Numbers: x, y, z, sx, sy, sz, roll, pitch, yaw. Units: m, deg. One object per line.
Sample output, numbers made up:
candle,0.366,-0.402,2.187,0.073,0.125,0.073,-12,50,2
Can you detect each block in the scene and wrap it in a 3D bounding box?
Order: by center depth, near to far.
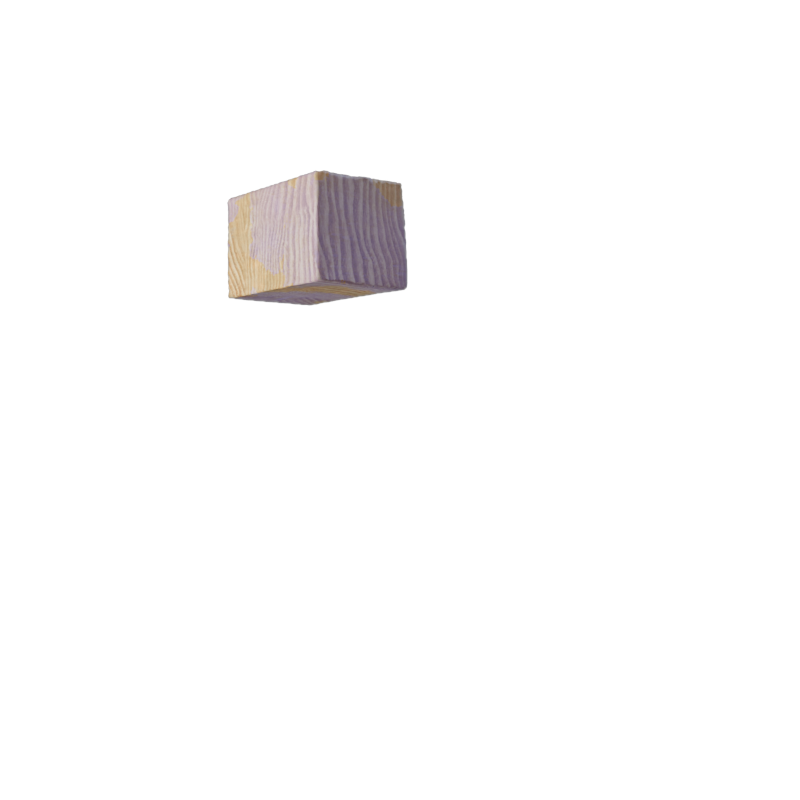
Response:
block,-0.041,-0.076,0.530,0.050,0.052,0.080,4,-6,-39
